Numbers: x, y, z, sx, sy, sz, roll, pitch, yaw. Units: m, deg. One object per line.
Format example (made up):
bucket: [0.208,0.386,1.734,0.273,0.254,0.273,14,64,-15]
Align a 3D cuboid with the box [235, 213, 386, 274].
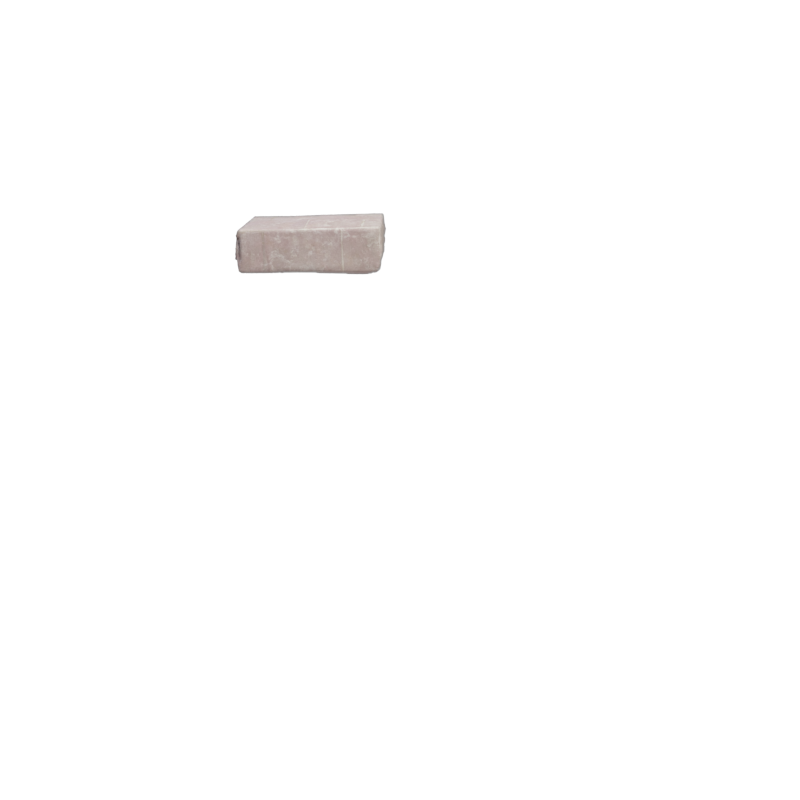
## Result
box: [-0.069,-0.127,0.886,0.114,0.038,0.092,1,16,3]
